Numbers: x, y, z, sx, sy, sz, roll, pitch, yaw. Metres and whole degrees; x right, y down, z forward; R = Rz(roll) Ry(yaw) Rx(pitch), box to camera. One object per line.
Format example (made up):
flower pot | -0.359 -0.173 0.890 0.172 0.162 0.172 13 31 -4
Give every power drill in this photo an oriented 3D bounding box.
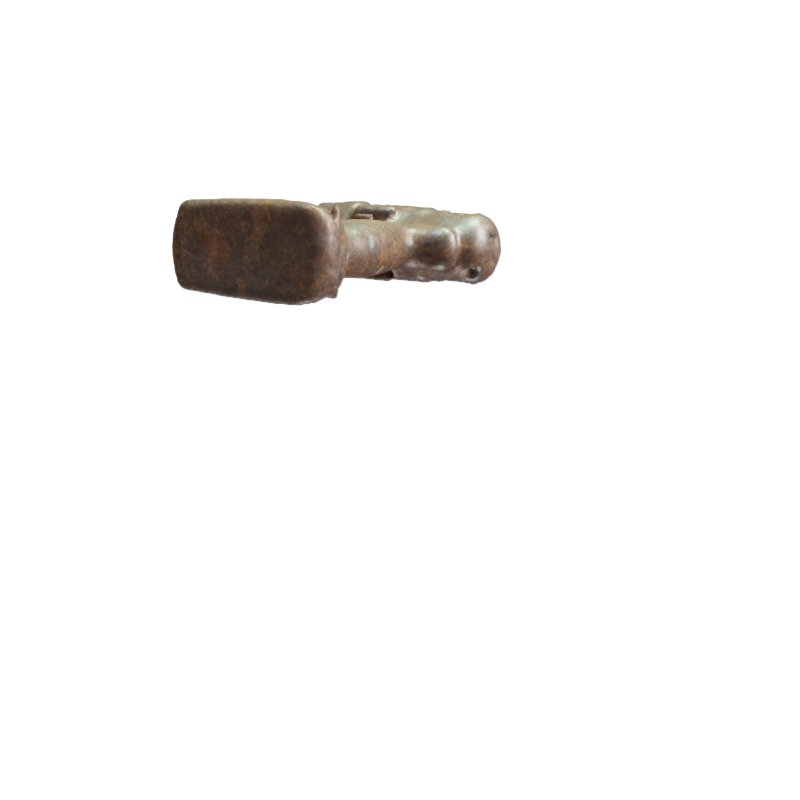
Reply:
power drill | -0.054 -0.099 0.691 0.192 0.056 0.183 7 13 31
